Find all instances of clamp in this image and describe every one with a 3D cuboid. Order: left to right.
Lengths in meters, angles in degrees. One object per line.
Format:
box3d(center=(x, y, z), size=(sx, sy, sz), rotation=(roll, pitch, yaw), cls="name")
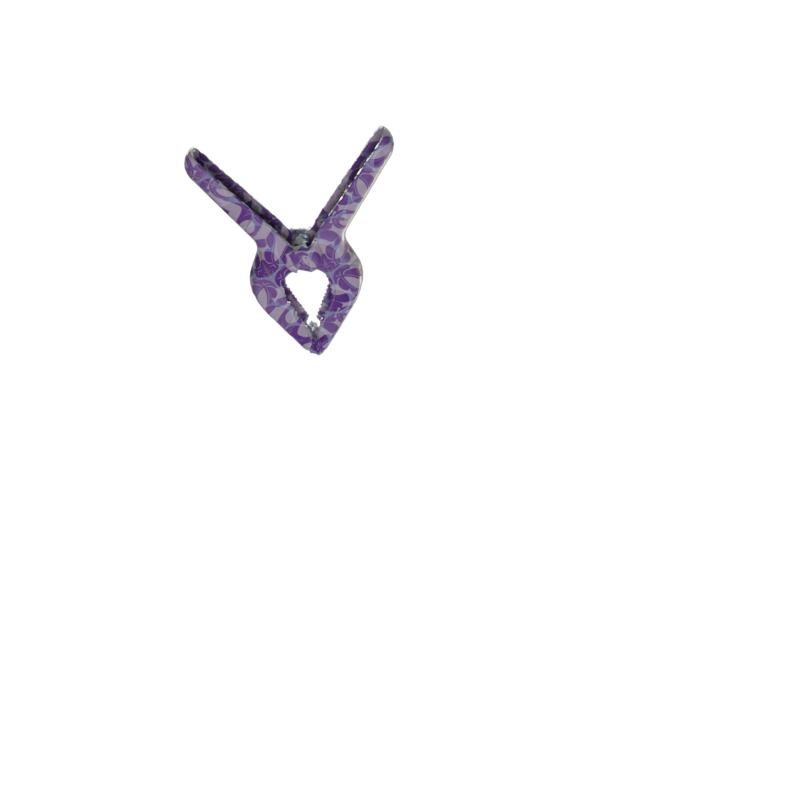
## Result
box3d(center=(-0.071, -0.130, 0.913), size=(0.165, 0.195, 0.039), rotation=(-10, 33, 7), cls="clamp")
